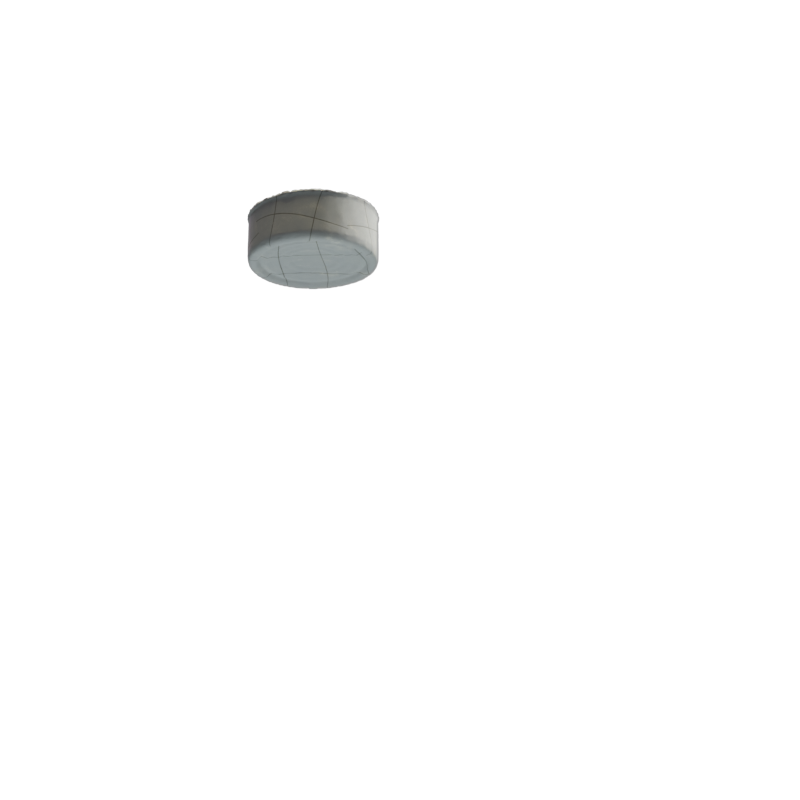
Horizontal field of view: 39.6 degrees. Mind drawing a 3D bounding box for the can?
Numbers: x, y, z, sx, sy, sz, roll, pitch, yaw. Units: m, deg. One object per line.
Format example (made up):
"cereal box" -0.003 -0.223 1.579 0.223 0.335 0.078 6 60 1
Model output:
"can" -0.056 -0.102 0.716 0.086 0.035 0.082 0 -18 -2
